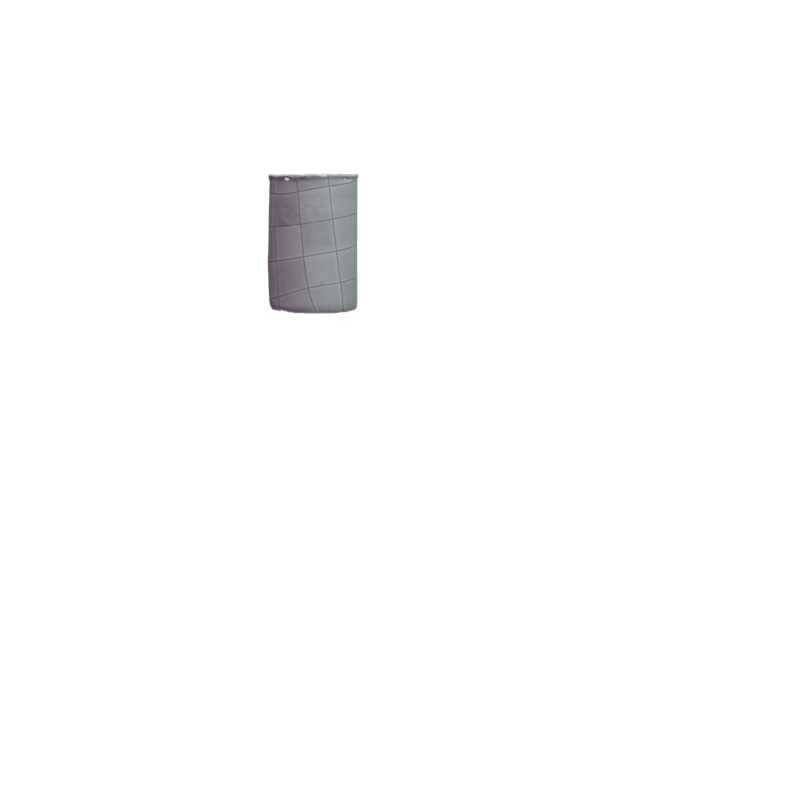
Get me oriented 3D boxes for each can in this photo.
[{"bbox_3d":[-0.065,-0.119,0.835,0.068,0.101,0.069,0,5,-2],"label":"can"}]
